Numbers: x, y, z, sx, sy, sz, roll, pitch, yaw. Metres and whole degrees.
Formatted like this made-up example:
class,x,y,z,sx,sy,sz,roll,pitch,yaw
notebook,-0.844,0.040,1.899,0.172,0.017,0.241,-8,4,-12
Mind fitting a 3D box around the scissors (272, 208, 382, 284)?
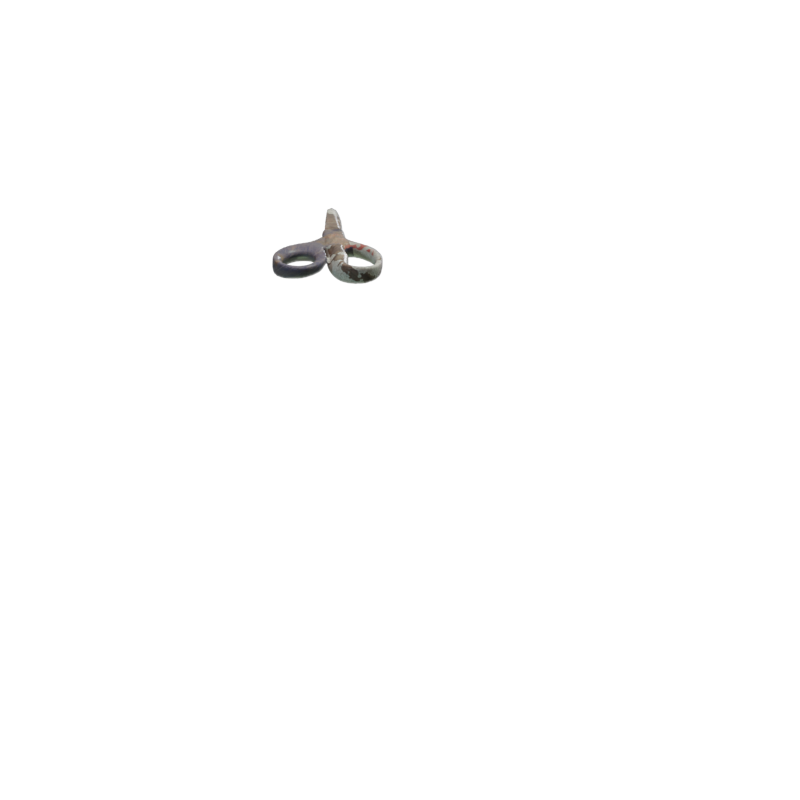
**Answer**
class,x,y,z,sx,sy,sz,roll,pitch,yaw
scissors,-0.074,-0.134,0.941,0.095,0.015,0.214,-7,24,-16
